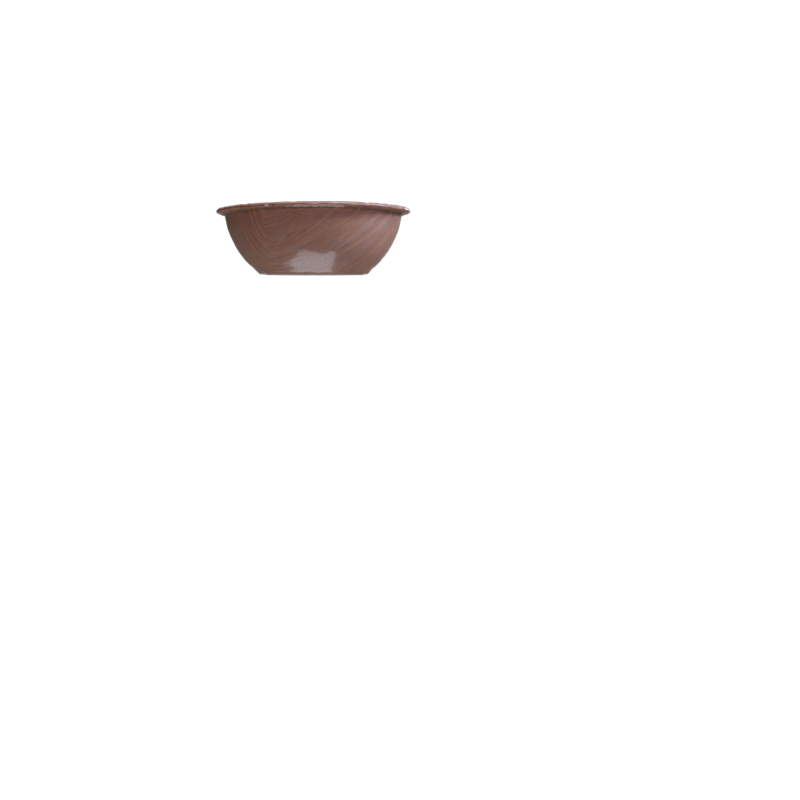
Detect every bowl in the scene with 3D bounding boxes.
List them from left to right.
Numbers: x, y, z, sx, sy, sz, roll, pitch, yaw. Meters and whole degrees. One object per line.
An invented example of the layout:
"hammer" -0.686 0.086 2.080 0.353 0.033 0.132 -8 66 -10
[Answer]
"bowl" -0.072 -0.132 0.922 0.162 0.055 0.163 0 5 -2
